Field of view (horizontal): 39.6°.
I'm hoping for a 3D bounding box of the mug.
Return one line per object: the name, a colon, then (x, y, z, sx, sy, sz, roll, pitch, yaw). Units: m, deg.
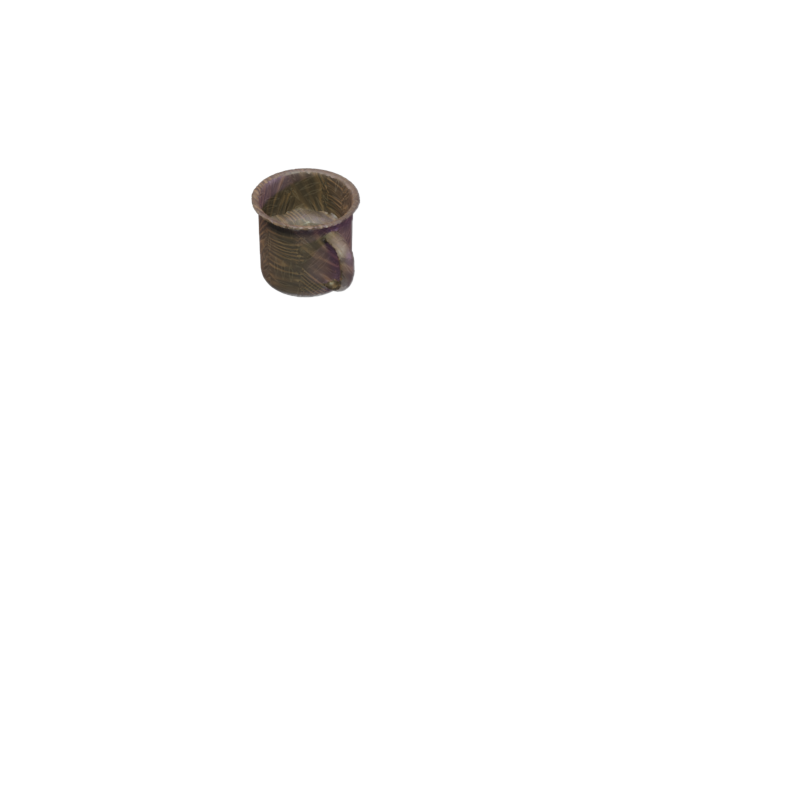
mug: (-0.075, -0.137, 0.963, 0.093, 0.076, 0.126, -24, 47, -27)
